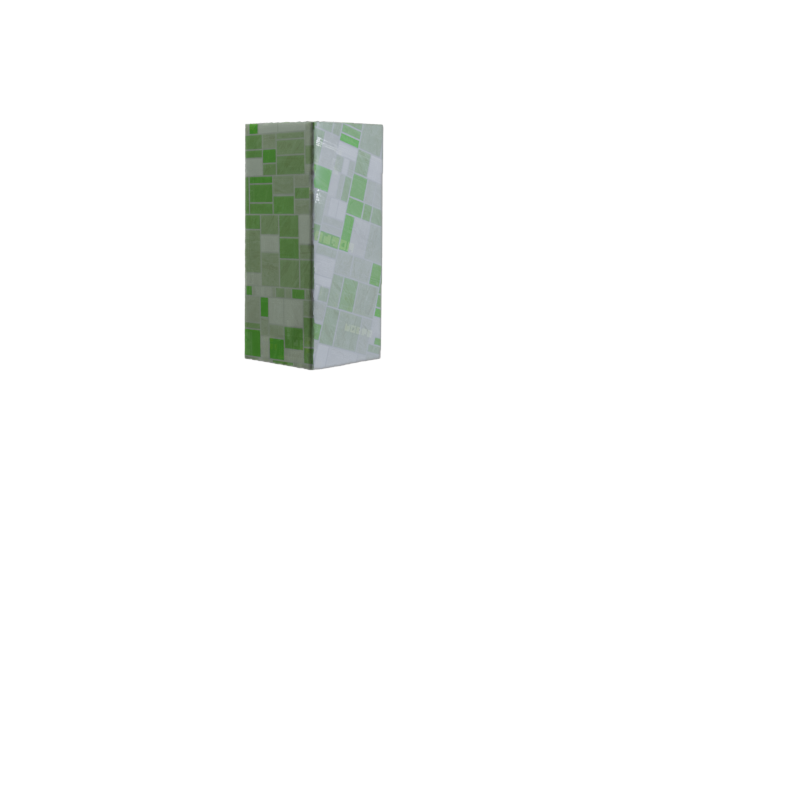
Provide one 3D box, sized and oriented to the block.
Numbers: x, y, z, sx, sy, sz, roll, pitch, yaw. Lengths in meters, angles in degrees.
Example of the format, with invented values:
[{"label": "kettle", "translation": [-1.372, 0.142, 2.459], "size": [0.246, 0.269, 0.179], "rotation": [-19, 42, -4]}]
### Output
[{"label": "block", "translation": [-0.075, -0.139, 0.970], "size": [0.095, 0.204, 0.087], "rotation": [5, 6, 43]}]
